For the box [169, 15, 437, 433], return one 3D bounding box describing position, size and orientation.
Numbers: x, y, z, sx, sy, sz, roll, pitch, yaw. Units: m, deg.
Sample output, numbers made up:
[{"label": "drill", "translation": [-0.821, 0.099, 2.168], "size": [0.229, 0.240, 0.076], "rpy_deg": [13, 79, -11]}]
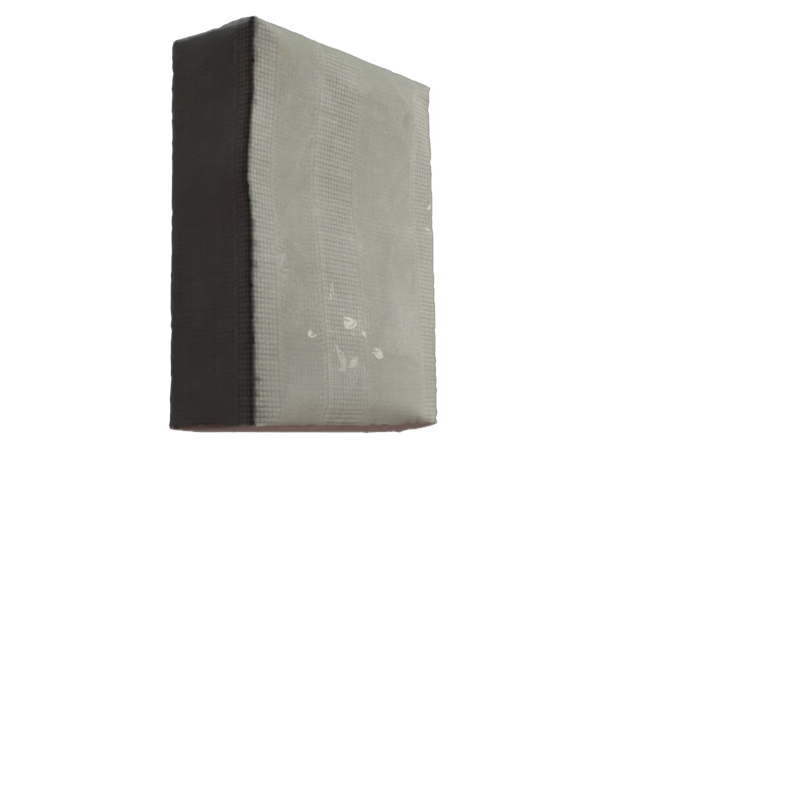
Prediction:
[{"label": "box", "translation": [-0.049, -0.090, 0.630], "size": [0.074, 0.219, 0.156], "rpy_deg": [-8, -10, 38]}]
